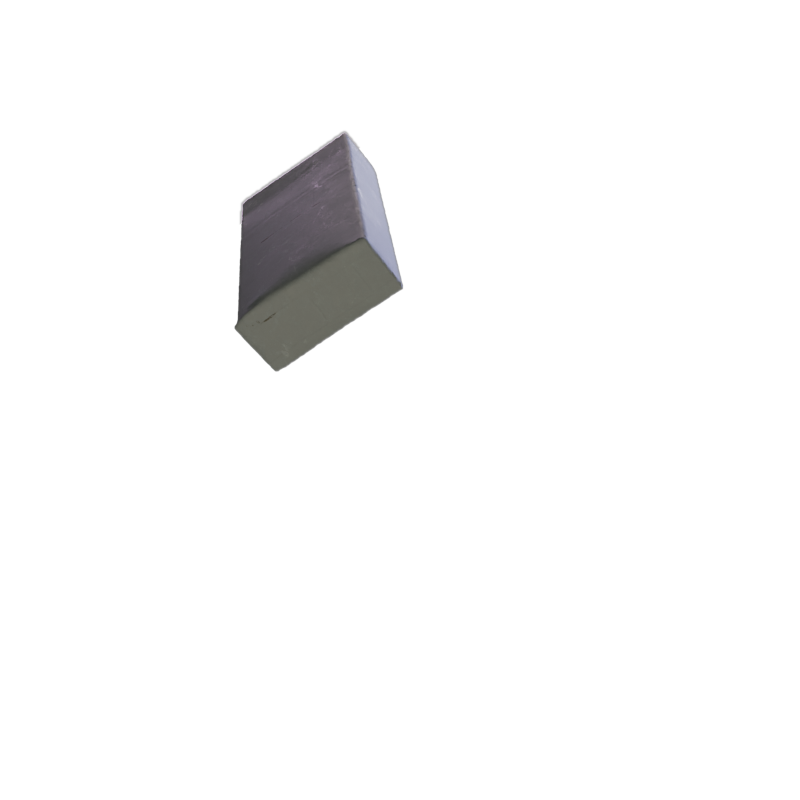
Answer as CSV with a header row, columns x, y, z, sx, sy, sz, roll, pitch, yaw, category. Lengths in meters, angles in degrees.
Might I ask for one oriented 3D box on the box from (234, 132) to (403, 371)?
x,y,z,sx,sy,sz,roll,pitch,yaw,category
-0.054,-0.099,0.693,0.093,0.045,0.187,-32,27,14,box
